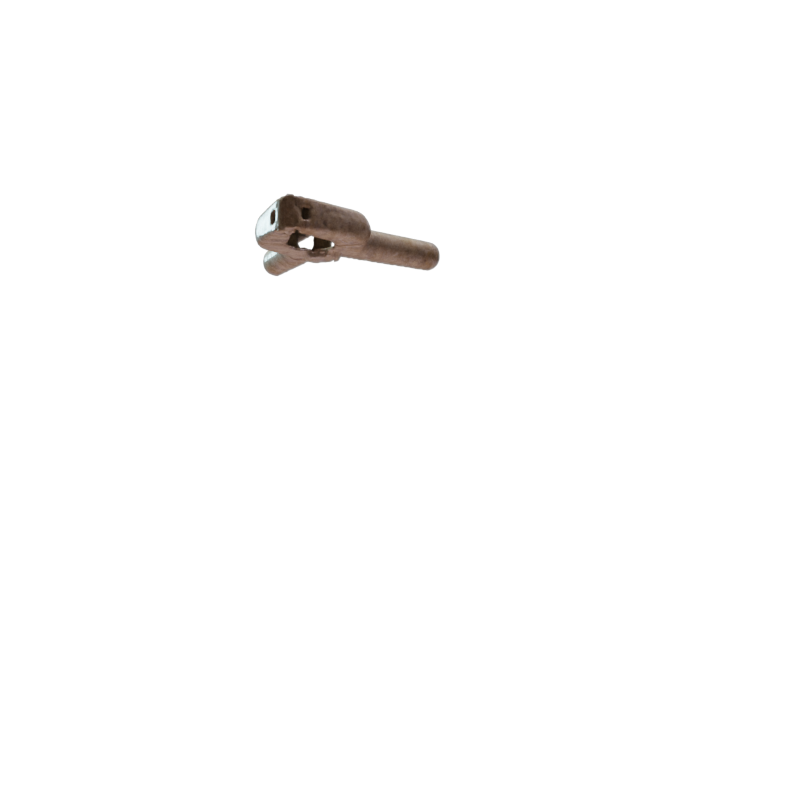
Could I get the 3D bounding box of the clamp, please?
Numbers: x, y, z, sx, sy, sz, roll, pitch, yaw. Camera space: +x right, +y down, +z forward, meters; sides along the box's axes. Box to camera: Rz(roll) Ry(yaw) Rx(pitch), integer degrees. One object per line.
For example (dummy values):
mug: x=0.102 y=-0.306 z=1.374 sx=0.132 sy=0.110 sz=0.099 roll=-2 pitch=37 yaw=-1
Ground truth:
clamp: x=-0.074 y=-0.134 z=0.940 sx=0.168 sy=0.037 sz=0.201 roll=-2 pitch=-5 yaw=21
